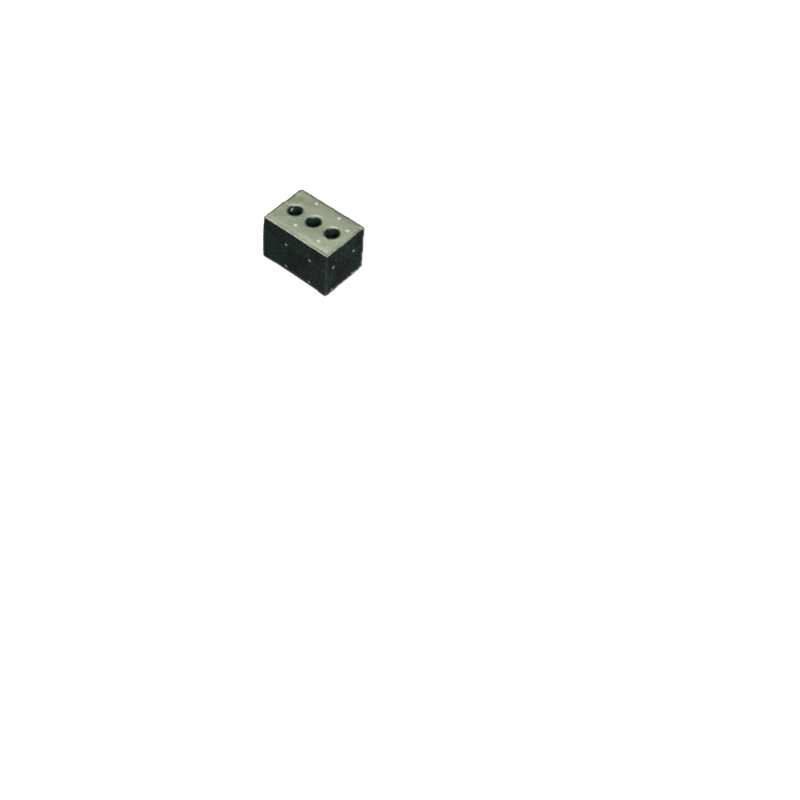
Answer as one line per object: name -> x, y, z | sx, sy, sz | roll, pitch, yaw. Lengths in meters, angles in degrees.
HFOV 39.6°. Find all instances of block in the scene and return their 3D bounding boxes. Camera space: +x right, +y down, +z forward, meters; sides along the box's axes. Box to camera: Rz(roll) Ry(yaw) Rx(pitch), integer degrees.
block -> -0.077, -0.141, 0.989 | 0.082, 0.048, 0.053 | 33, 55, 25
